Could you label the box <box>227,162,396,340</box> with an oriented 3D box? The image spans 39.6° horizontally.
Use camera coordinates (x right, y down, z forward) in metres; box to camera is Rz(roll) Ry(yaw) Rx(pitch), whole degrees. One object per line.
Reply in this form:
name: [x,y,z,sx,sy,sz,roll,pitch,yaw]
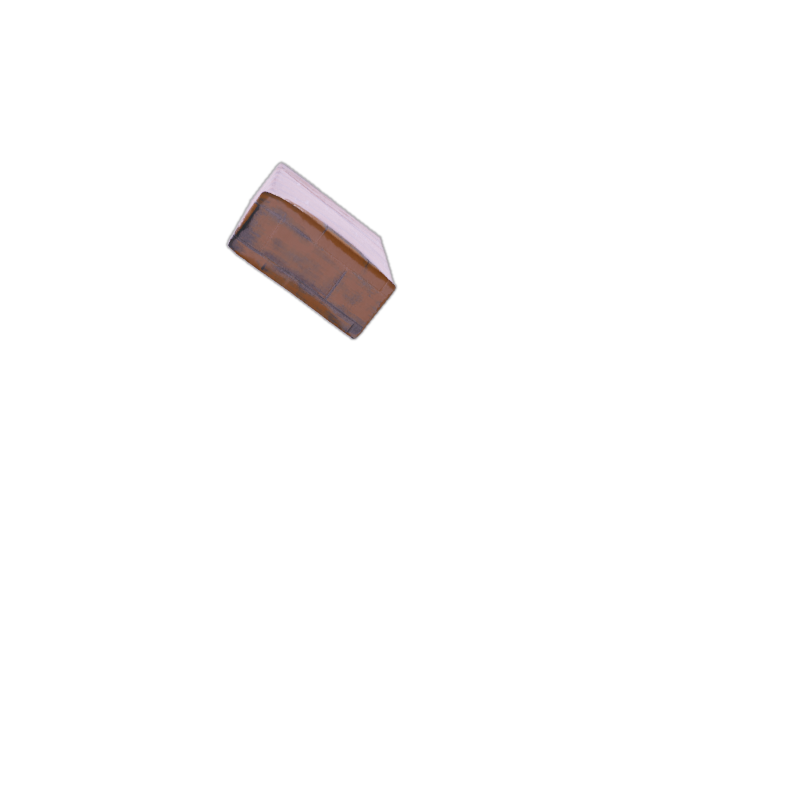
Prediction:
box: [-0.055,-0.099,0.697,0.092,0.048,0.181,36,9,-11]
